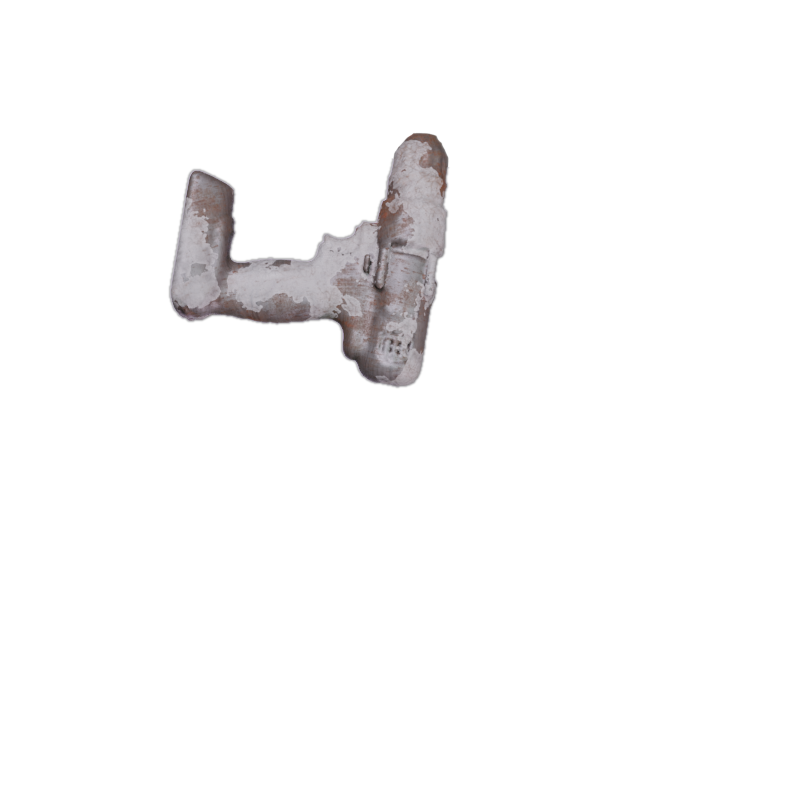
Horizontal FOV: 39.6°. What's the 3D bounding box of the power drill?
[{"bbox_3d":[-0.062,-0.113,0.792,0.188,0.190,0.056,8,-12,1],"label":"power drill"}]
